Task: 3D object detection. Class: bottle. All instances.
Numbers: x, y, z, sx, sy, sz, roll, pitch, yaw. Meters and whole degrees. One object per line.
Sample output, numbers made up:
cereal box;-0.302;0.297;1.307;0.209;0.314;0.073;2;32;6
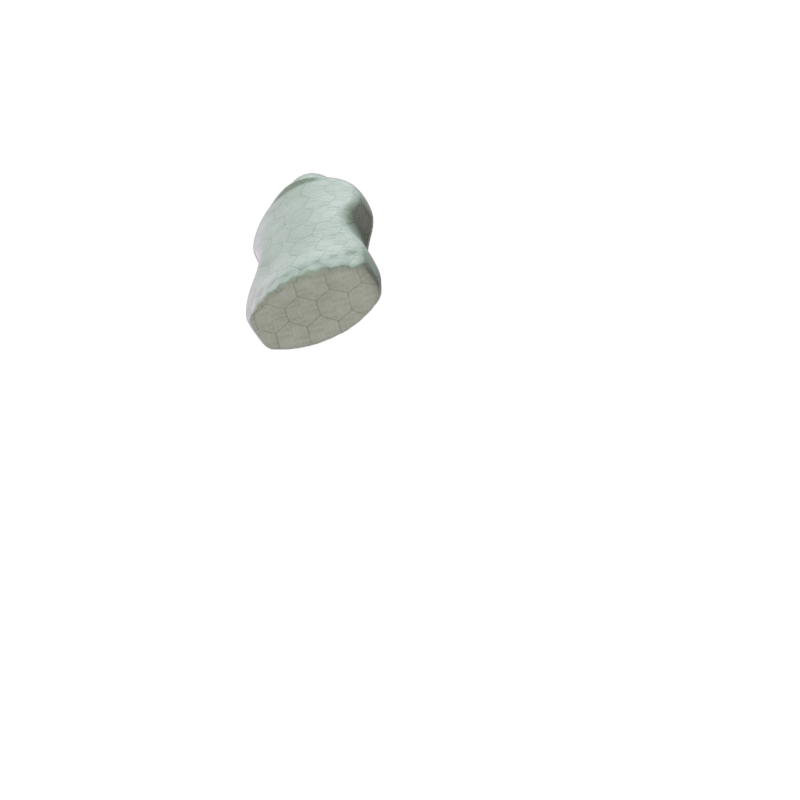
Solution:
bottle;-0.067;-0.121;0.847;0.096;0.054;0.205;-26;34;14
